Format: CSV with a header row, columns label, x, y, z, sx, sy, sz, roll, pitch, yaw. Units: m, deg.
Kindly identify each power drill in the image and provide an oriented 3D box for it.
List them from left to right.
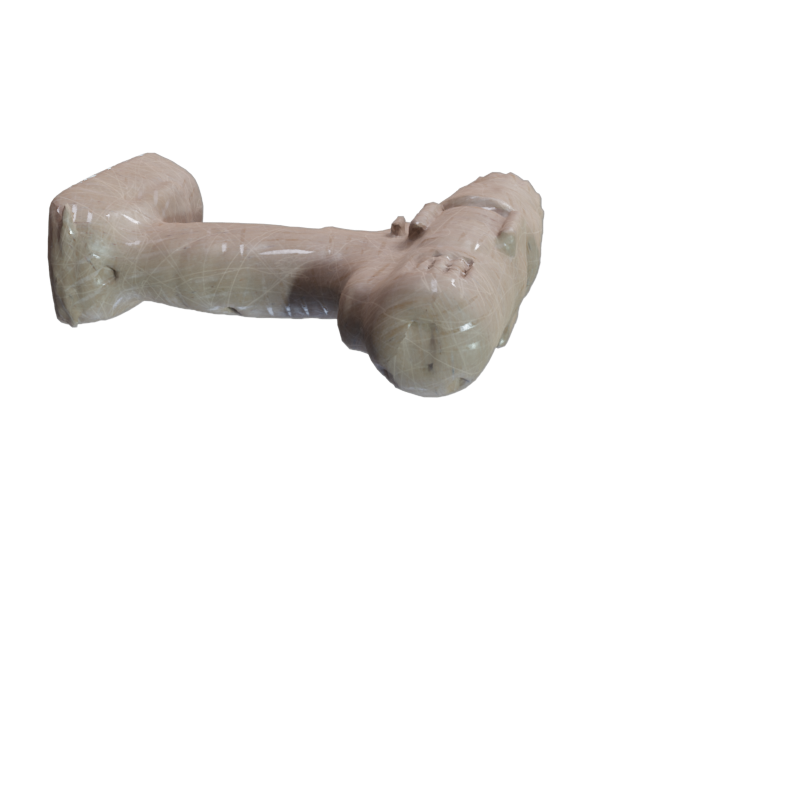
label,x,y,z,sx,sy,sz,roll,pitch,yaw
power drill,-0.037,-0.067,0.467,0.192,0.055,0.188,6,24,15
